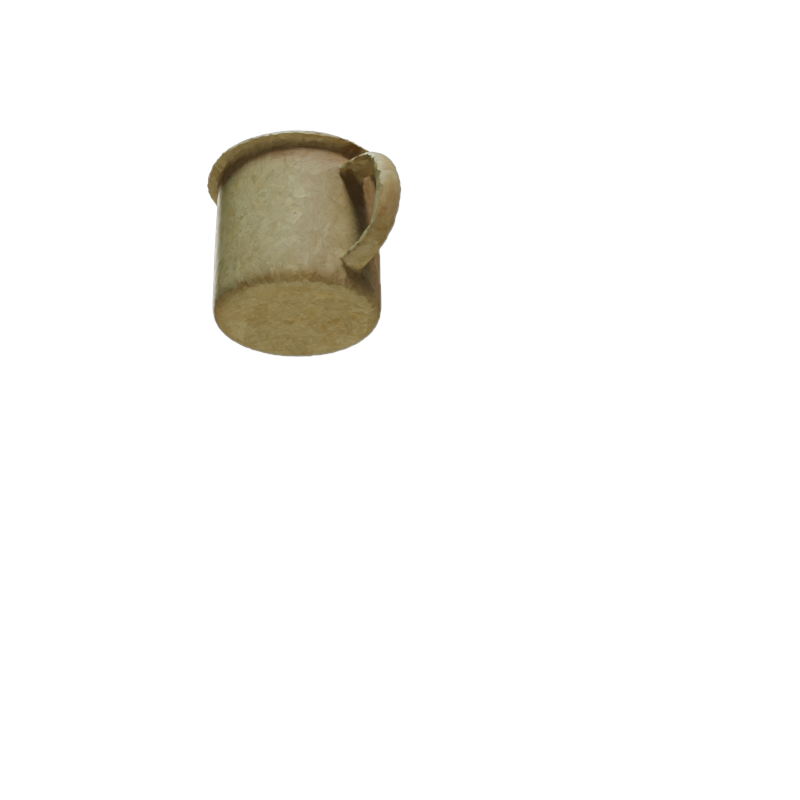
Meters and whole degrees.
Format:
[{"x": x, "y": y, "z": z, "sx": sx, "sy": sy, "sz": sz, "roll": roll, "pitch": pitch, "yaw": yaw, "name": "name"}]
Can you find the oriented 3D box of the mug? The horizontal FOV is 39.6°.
[{"x": -0.043, "y": -0.078, "z": 0.543, "sx": 0.087, "sy": 0.087, "sz": 0.117, "roll": 24, "pitch": -36, "yaw": -38, "name": "mug"}]
